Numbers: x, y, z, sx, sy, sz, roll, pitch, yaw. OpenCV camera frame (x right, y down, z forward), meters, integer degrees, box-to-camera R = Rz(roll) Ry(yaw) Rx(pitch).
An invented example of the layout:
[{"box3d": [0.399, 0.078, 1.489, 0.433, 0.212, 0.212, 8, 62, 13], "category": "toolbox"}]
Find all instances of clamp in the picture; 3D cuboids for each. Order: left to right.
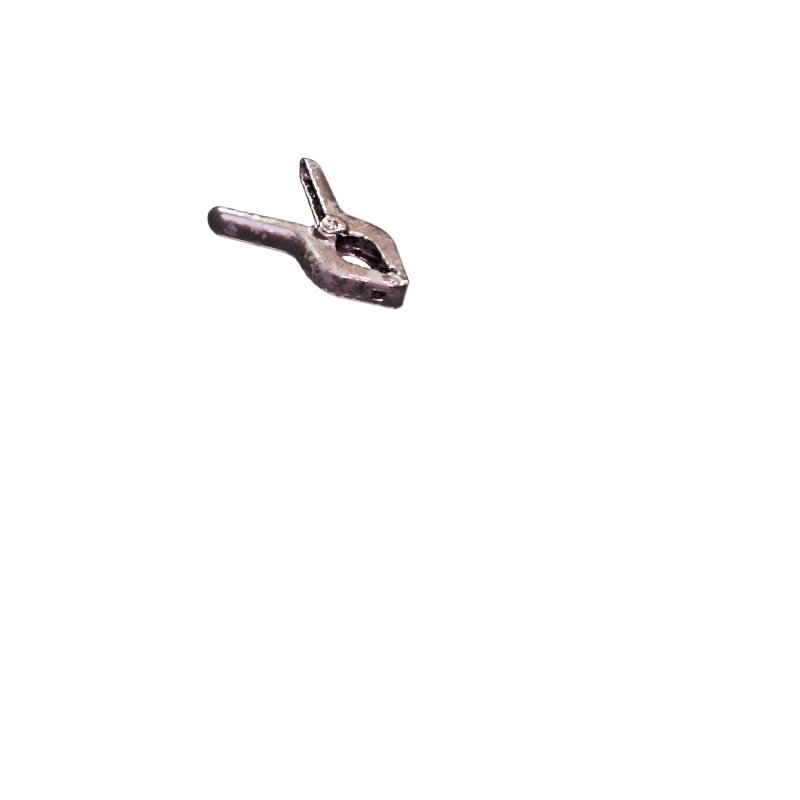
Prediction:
[{"box3d": [-0.070, -0.127, 0.890, 0.120, 0.036, 0.184, -30, 55, -24], "category": "clamp"}]
